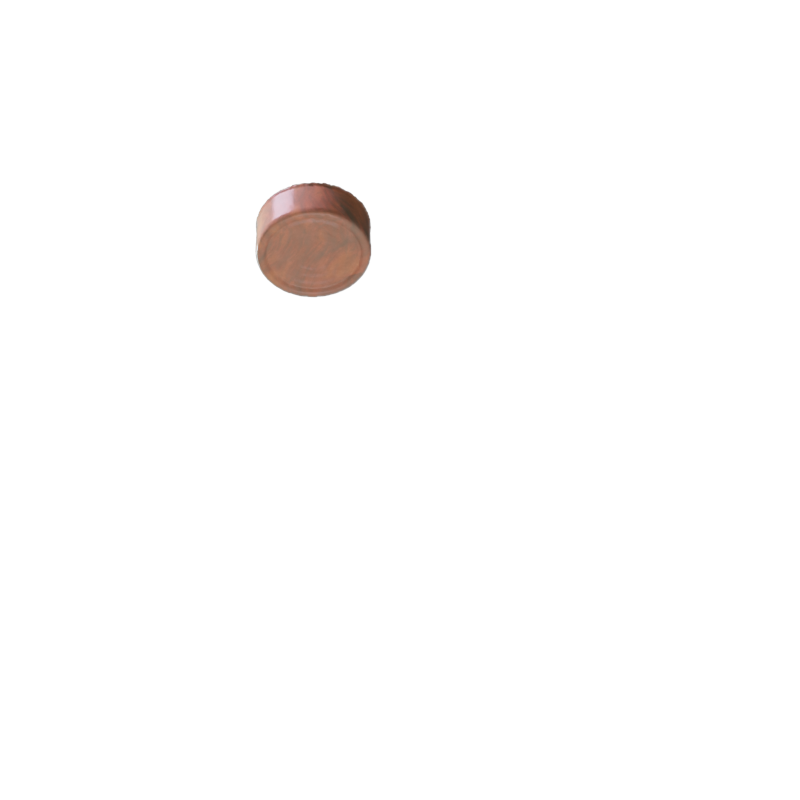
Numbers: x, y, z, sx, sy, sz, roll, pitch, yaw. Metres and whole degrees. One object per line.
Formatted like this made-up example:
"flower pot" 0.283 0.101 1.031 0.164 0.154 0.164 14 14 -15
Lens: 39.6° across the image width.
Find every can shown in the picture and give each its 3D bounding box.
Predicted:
"can" -0.064 -0.116 0.815 0.086 0.080 0.036 1 45 -1
